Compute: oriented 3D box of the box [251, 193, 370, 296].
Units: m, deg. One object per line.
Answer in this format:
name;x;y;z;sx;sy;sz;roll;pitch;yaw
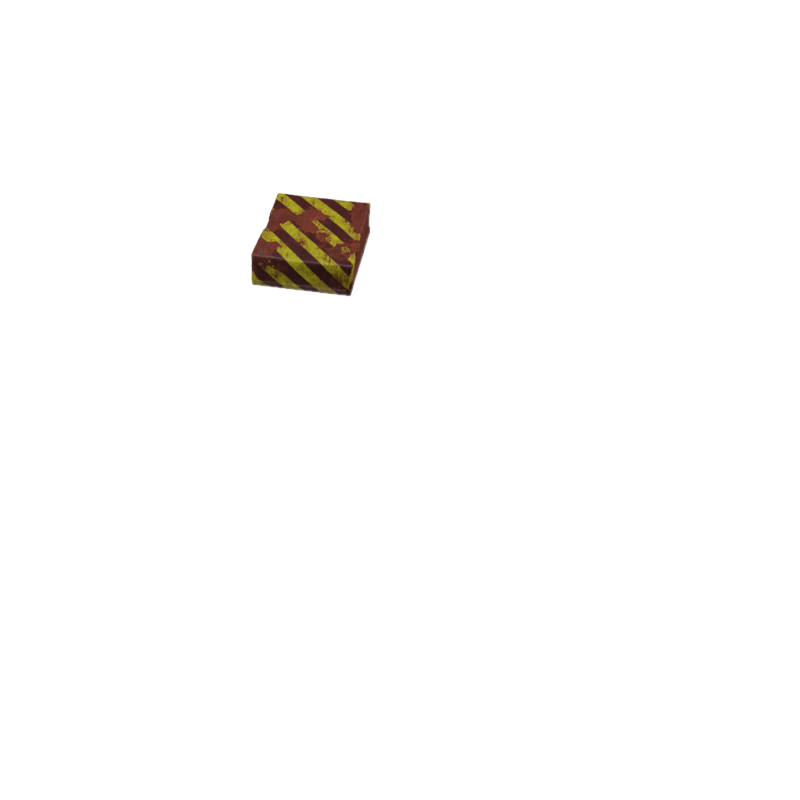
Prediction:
box;-0.064;-0.117;0.816;0.074;0.028;0.094;6;40;7
